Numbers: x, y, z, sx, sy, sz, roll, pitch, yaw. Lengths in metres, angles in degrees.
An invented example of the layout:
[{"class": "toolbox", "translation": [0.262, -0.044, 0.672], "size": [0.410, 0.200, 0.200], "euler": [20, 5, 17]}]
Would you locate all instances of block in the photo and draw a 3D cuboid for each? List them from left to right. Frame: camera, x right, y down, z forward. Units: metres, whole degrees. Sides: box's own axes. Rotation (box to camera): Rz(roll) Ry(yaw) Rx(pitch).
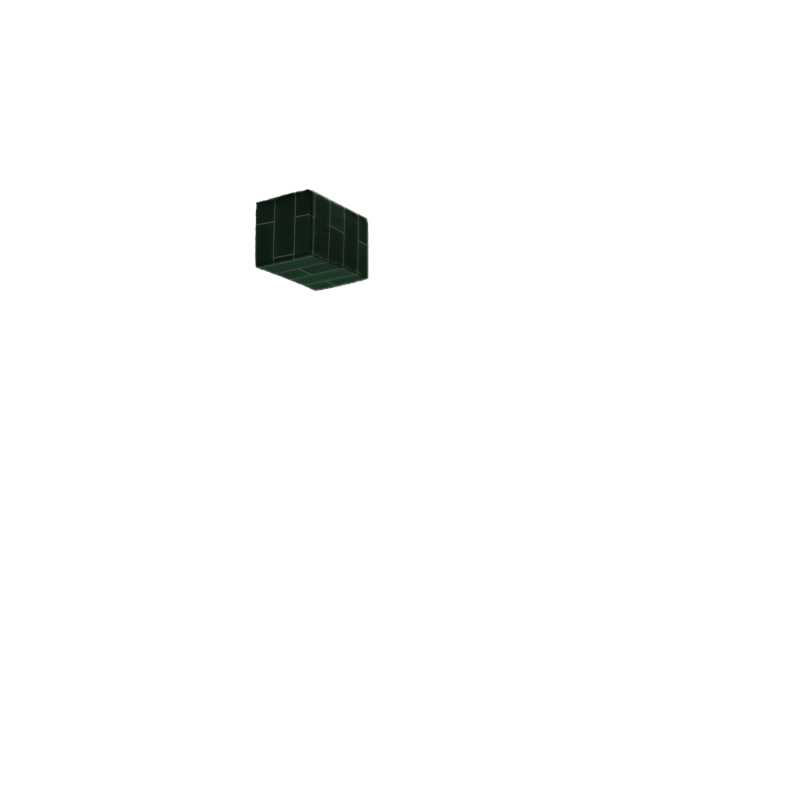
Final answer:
[{"class": "block", "translation": [-0.065, -0.119, 0.831], "size": [0.054, 0.053, 0.073], "euler": [-10, -17, 32]}]
